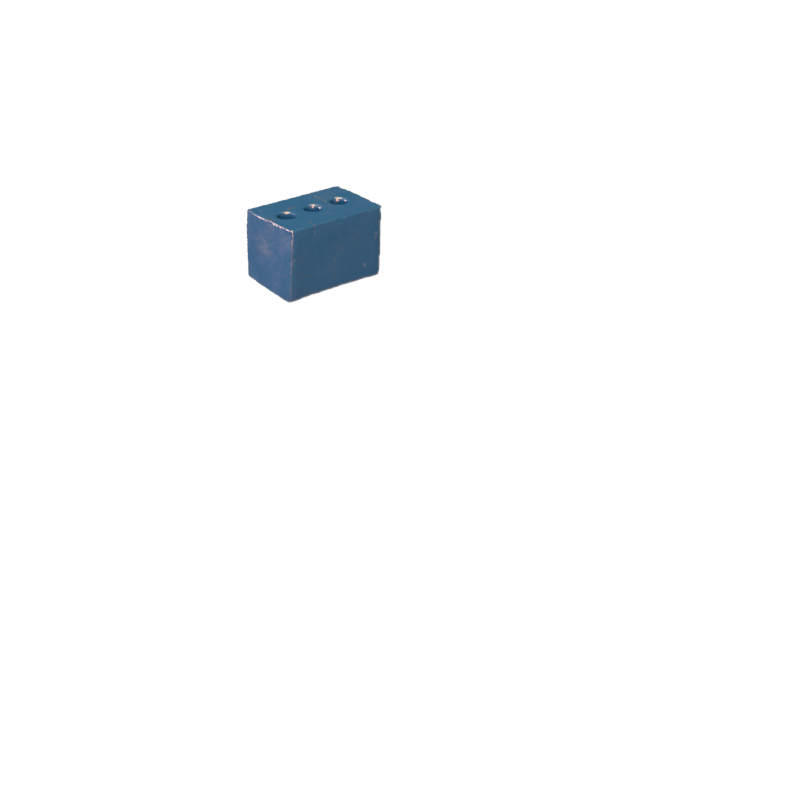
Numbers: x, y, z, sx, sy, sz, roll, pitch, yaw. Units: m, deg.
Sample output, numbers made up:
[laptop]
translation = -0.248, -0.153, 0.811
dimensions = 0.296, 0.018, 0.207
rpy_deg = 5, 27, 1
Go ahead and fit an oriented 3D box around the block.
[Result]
[block]
translation = -0.059, -0.107, 0.752
dimensions = 0.077, 0.048, 0.056
rpy_deg = -21, 35, -34
